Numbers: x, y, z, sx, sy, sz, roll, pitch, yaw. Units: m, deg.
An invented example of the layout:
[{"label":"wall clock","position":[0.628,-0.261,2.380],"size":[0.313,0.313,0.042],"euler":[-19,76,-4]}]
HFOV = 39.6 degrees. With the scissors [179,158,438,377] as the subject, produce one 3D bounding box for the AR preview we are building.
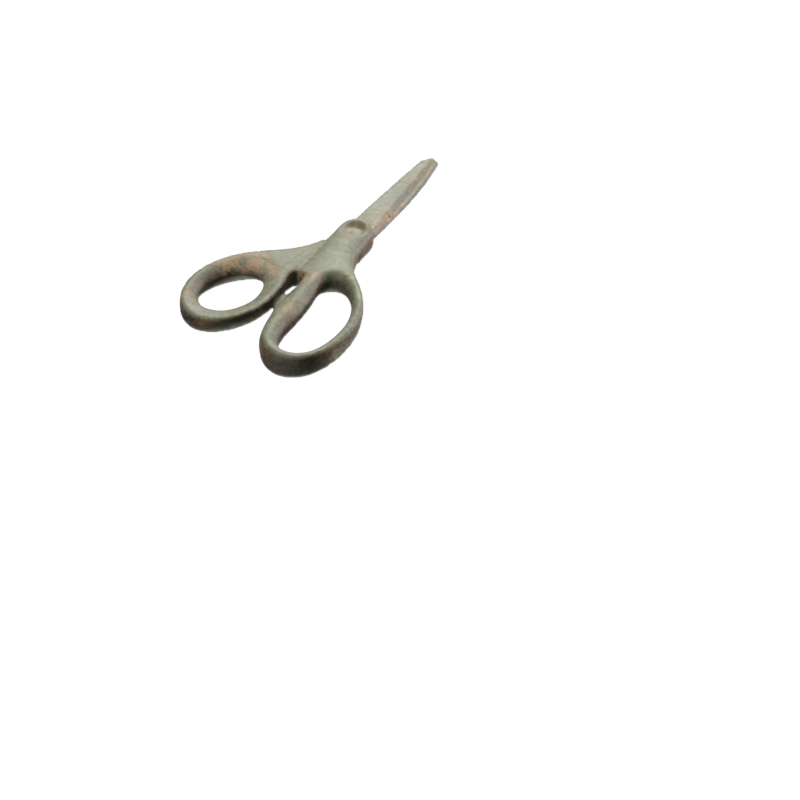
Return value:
[{"label":"scissors","position":[-0.044,-0.081,0.567],"size":[0.098,0.015,0.212],"euler":[7,39,9]}]
